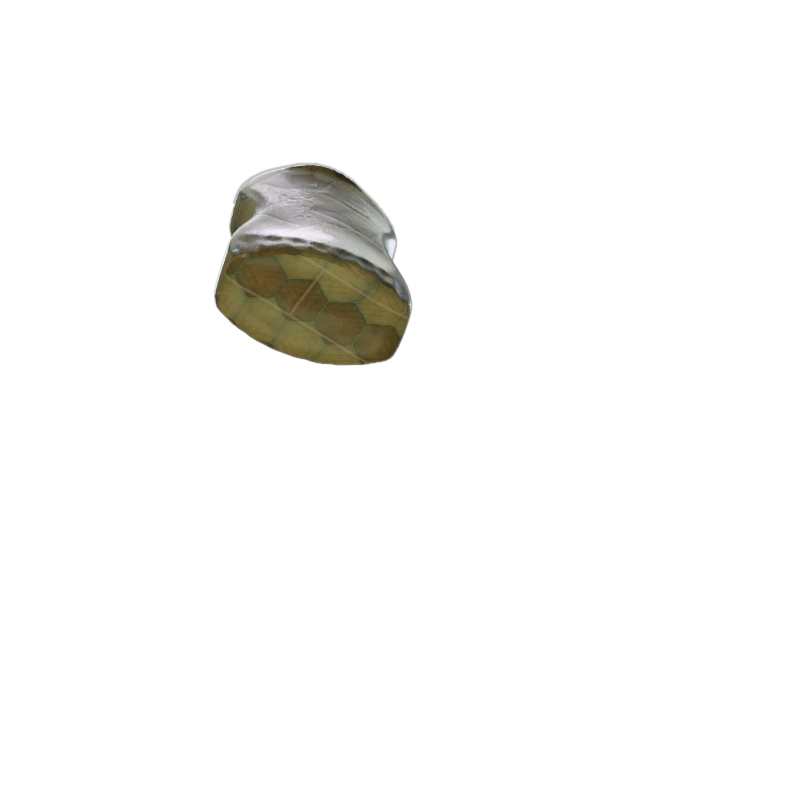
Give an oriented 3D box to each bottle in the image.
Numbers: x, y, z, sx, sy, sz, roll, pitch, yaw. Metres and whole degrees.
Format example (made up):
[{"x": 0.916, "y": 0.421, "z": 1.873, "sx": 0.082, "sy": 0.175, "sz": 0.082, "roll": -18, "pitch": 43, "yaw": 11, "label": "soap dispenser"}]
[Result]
[{"x": -0.048, "y": -0.089, "z": 0.620, "sx": 0.095, "sy": 0.056, "sz": 0.202, "roll": 14, "pitch": 25, "yaw": -10, "label": "bottle"}]
